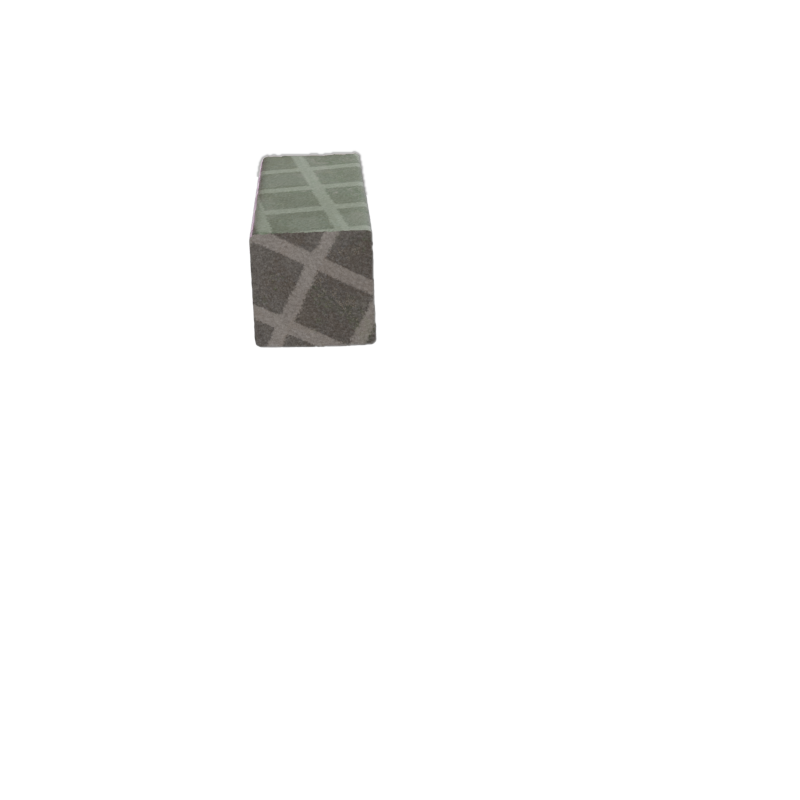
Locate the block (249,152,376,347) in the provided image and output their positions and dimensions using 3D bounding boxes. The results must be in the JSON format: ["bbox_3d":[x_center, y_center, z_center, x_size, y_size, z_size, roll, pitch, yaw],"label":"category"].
[{"bbox_3d":[-0.070,-0.126,0.887,0.090,0.086,0.217,-3,26,-3],"label":"block"}]
